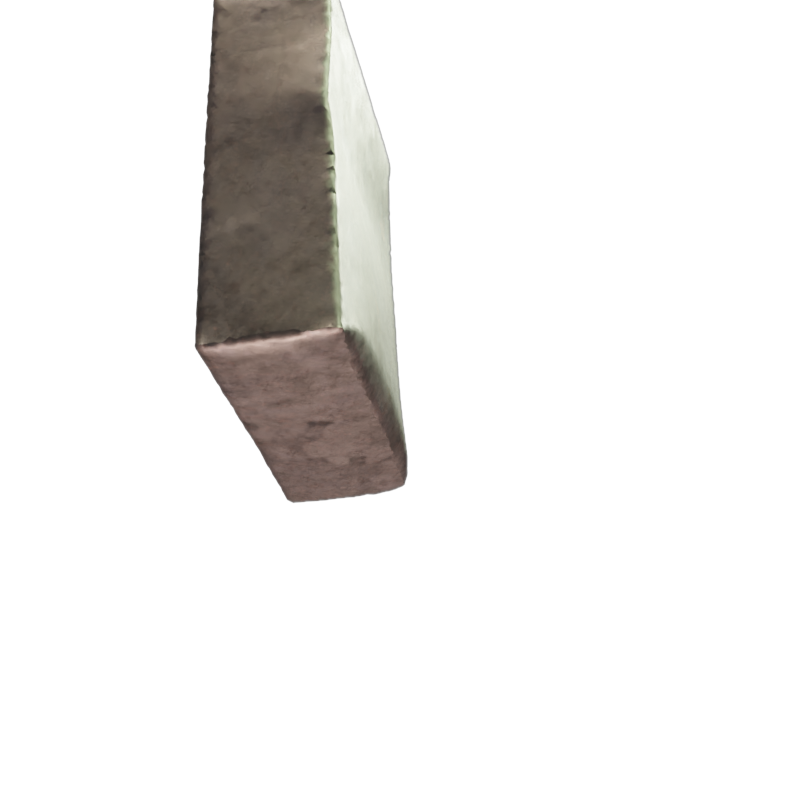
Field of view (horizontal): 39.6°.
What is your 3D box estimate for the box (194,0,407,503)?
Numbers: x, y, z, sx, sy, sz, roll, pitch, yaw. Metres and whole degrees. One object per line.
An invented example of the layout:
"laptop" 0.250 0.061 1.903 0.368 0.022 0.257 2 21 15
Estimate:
"box" -0.044 -0.081 0.564 0.072 0.229 0.152 -8 -33 8
